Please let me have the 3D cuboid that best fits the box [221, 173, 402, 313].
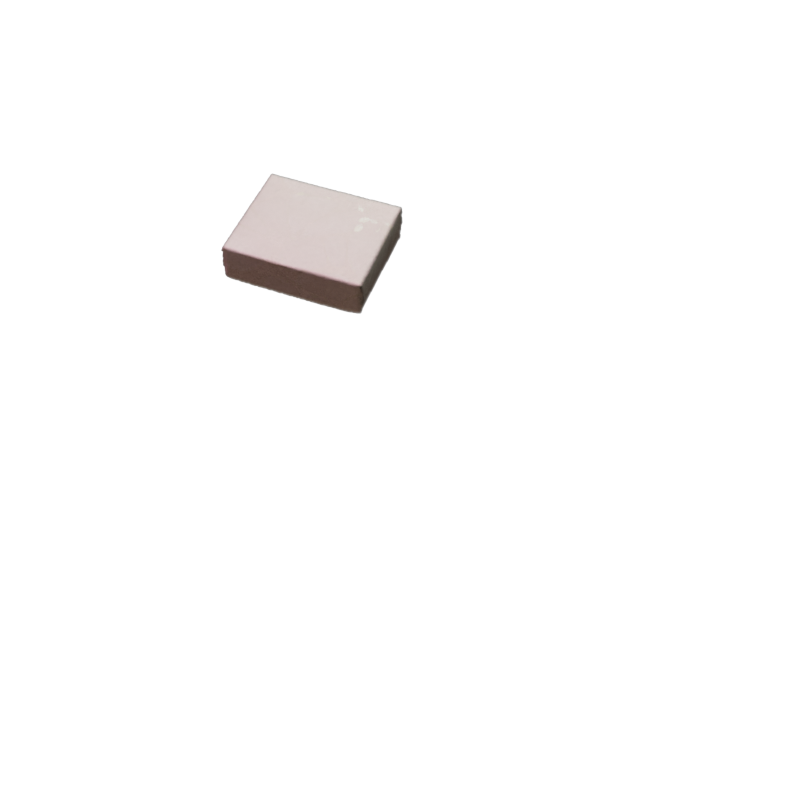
[{"bbox_3d":[-0.066,-0.120,0.839,0.117,0.094,0.036,17,-38,14],"label":"box"}]
